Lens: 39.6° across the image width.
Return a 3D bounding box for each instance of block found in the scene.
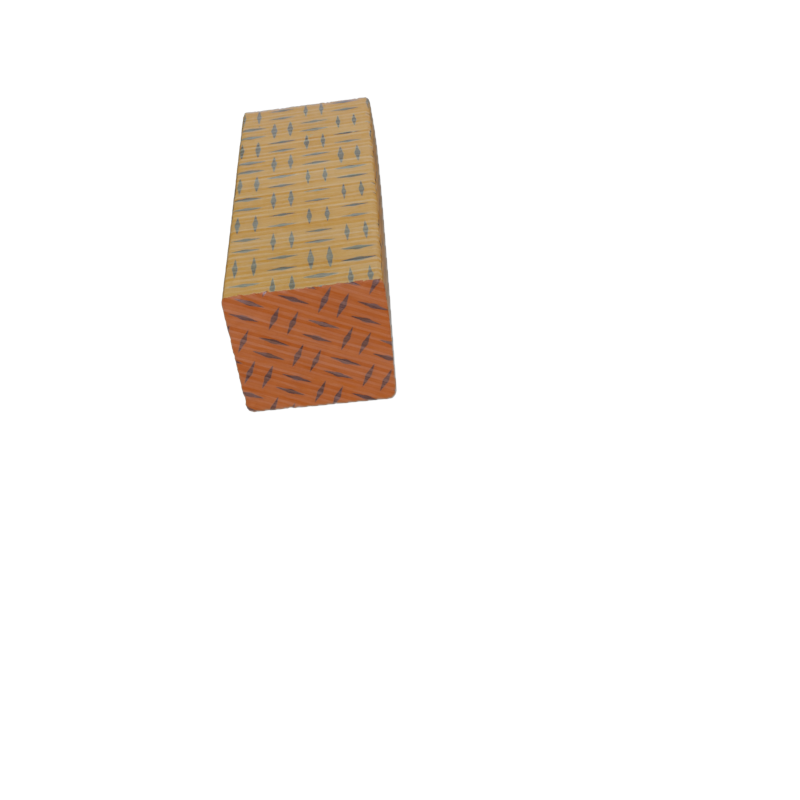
[{"bbox_3d":[-0.055,-0.100,0.703,0.091,0.084,0.221,-7,40,2],"label":"block"}]
